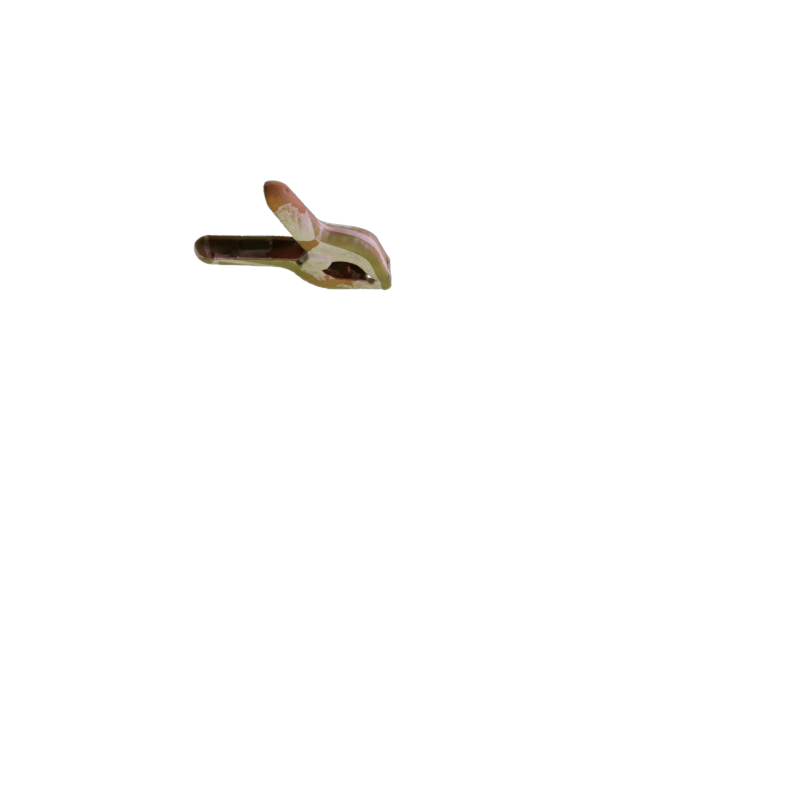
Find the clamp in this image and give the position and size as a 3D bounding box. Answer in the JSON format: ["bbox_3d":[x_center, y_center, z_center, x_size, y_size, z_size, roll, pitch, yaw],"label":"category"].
[{"bbox_3d":[-0.072,-0.131,0.917,0.165,0.041,0.119,9,-20,-26],"label":"clamp"}]
